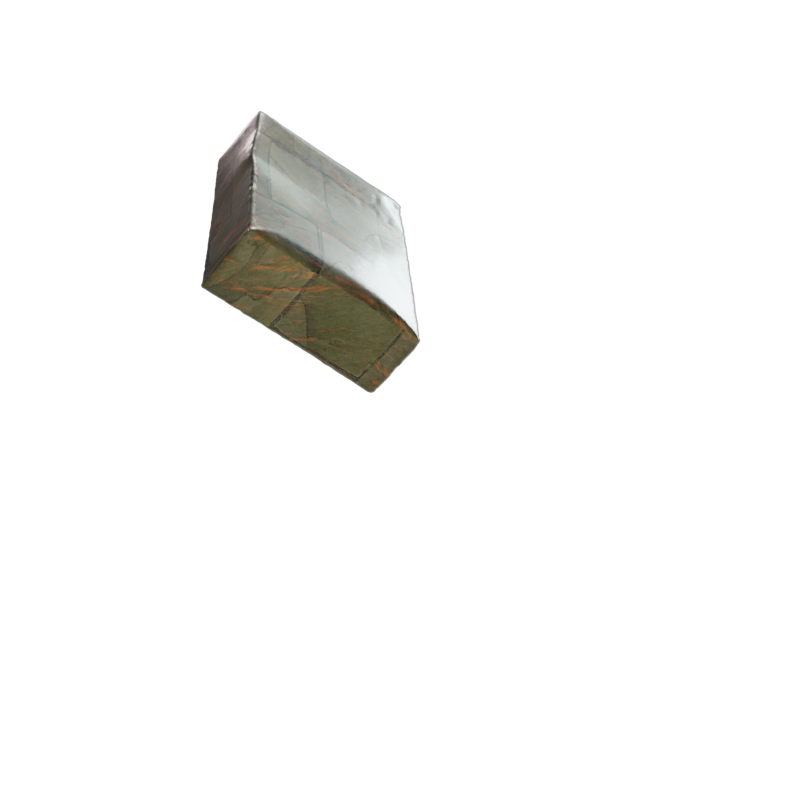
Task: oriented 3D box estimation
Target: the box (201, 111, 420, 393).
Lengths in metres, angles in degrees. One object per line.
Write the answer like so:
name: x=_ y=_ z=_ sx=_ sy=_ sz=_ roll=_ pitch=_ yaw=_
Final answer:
box: x=-0.071 y=-0.129 z=0.904 sx=0.157 sy=0.070 sz=0.228 roll=31 pitch=28 yaw=-22
